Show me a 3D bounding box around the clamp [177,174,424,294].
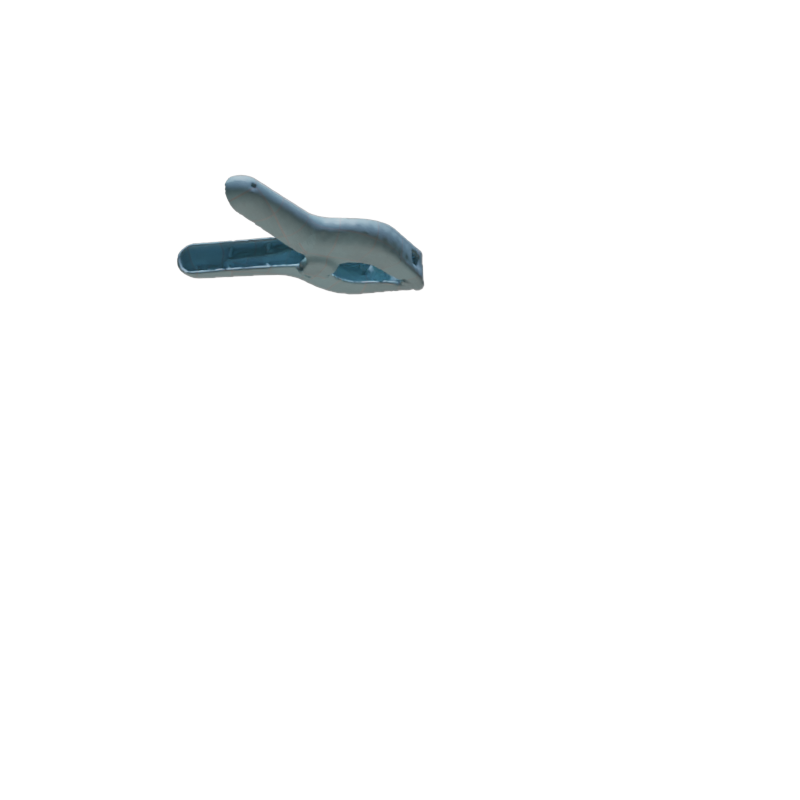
[{"bbox_3d":[-0.059,-0.107,0.749,0.168,0.041,0.117,4,-16,-14],"label":"clamp"}]
